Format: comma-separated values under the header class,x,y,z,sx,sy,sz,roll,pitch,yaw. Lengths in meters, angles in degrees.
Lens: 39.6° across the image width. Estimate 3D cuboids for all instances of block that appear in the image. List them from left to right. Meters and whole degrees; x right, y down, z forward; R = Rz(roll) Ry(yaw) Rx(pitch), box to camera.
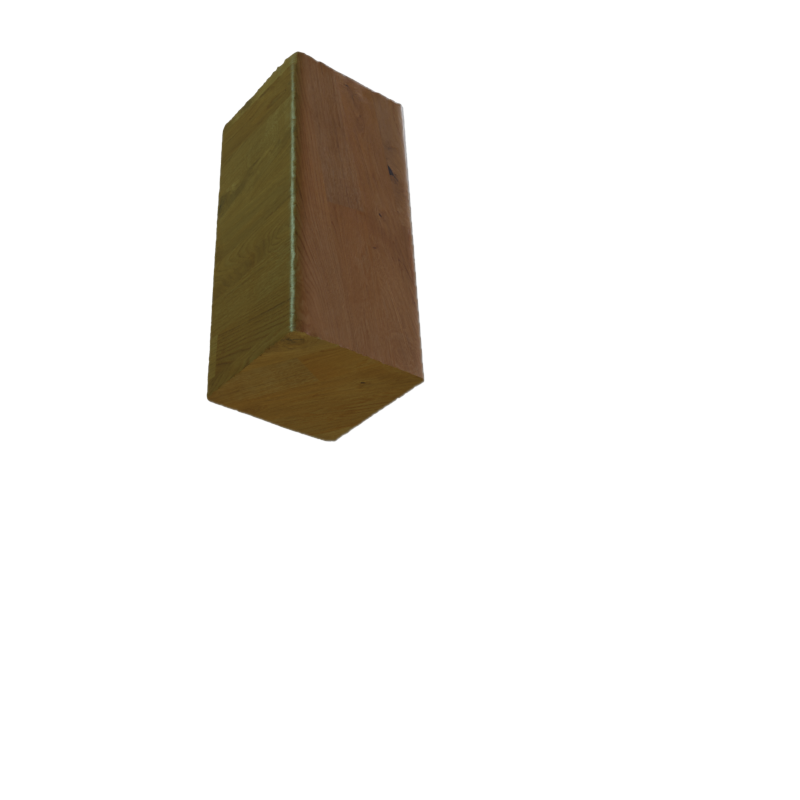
class,x,y,z,sx,sy,sz,roll,pitch,yaw
block,-0.053,-0.095,0.667,0.085,0.221,0.089,22,-41,-31
